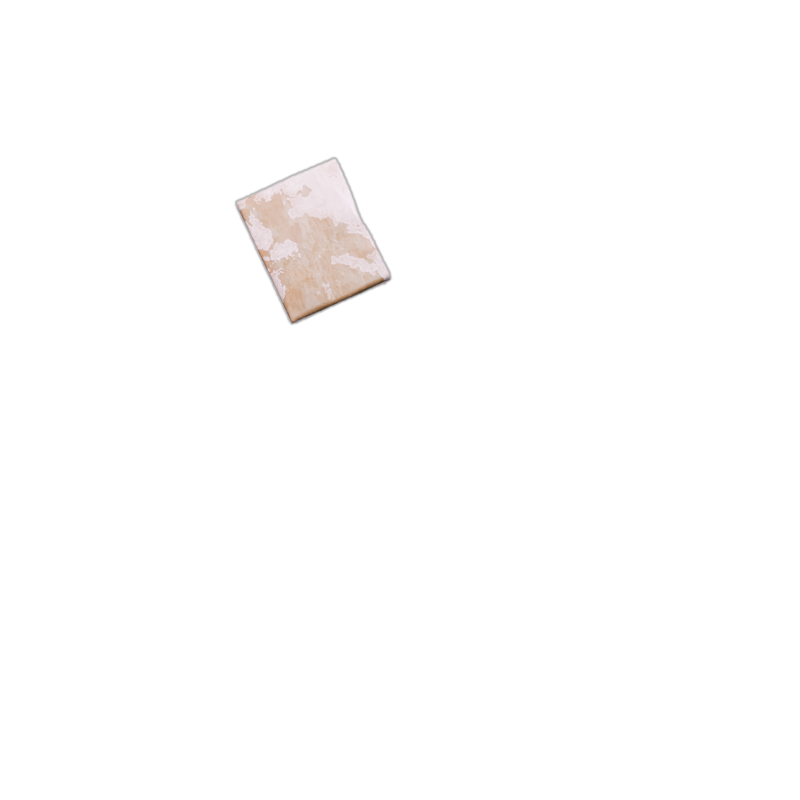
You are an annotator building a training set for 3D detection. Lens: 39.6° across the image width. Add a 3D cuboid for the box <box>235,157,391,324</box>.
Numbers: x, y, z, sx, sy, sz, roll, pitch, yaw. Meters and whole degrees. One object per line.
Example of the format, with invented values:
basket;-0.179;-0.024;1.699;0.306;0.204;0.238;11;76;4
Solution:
box;-0.057;-0.104;0.731;0.073;0.090;0.030;-24;-3;-2
